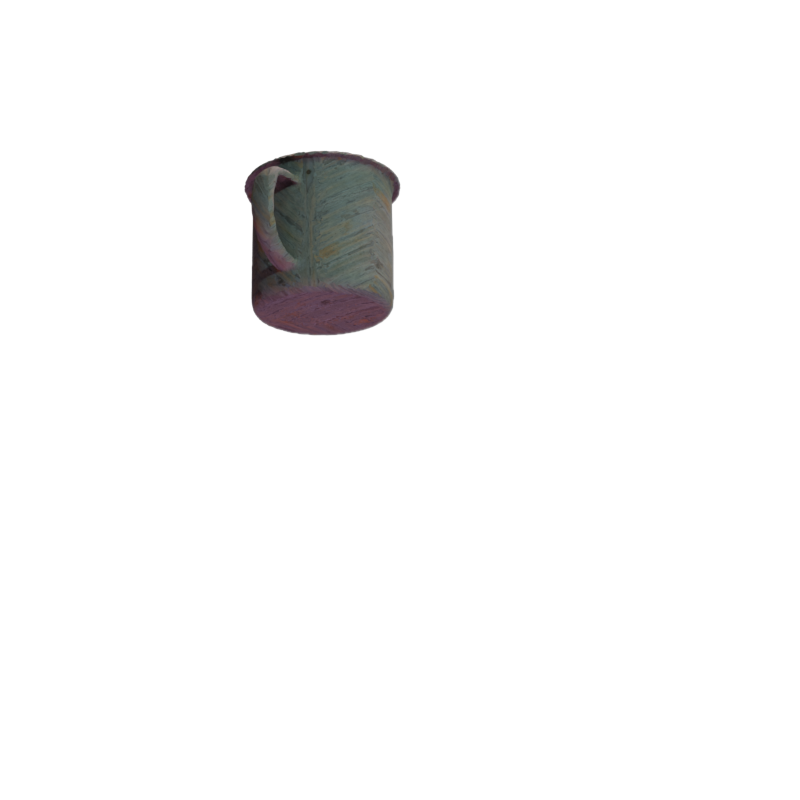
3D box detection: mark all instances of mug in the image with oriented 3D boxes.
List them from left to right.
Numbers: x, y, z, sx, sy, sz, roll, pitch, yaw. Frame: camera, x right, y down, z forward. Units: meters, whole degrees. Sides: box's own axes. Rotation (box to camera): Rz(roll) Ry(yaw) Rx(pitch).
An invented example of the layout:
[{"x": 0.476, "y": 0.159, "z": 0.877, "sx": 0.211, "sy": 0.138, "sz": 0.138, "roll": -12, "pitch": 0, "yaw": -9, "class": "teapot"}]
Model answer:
[{"x": -0.050, "y": -0.091, "z": 0.636, "sx": 0.095, "sy": 0.086, "sz": 0.109, "roll": -9, "pitch": -21, "yaw": 22, "class": "mug"}]
